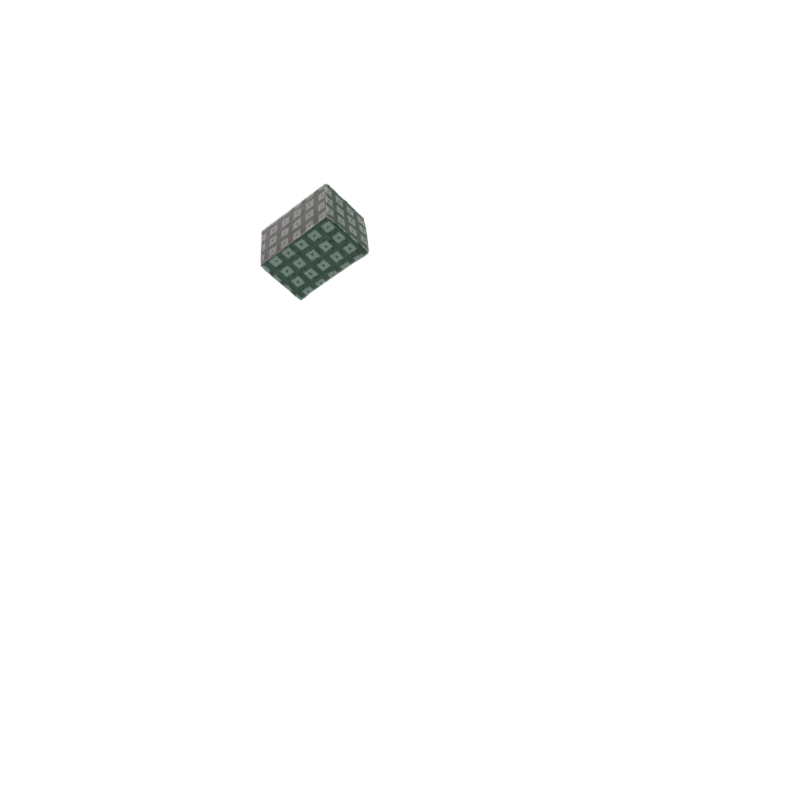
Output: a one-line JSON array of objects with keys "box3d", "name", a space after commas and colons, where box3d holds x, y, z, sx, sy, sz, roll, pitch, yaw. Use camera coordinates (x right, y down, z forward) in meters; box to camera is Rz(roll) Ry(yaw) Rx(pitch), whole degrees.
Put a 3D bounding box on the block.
[{"box3d": [-0.073, -0.133, 0.932, 0.077, 0.055, 0.049, -32, -55, 24], "name": "block"}]
